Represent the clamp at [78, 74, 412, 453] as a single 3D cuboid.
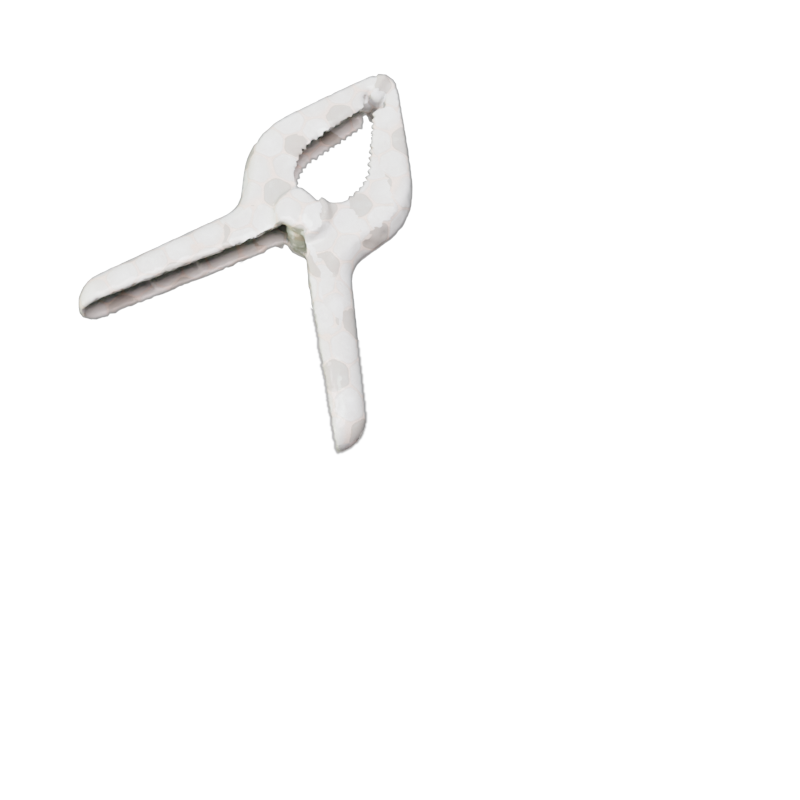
[{"bbox_3d":[-0.047,-0.085,0.597,0.170,0.214,0.034,32,-21,13],"label":"clamp"}]
